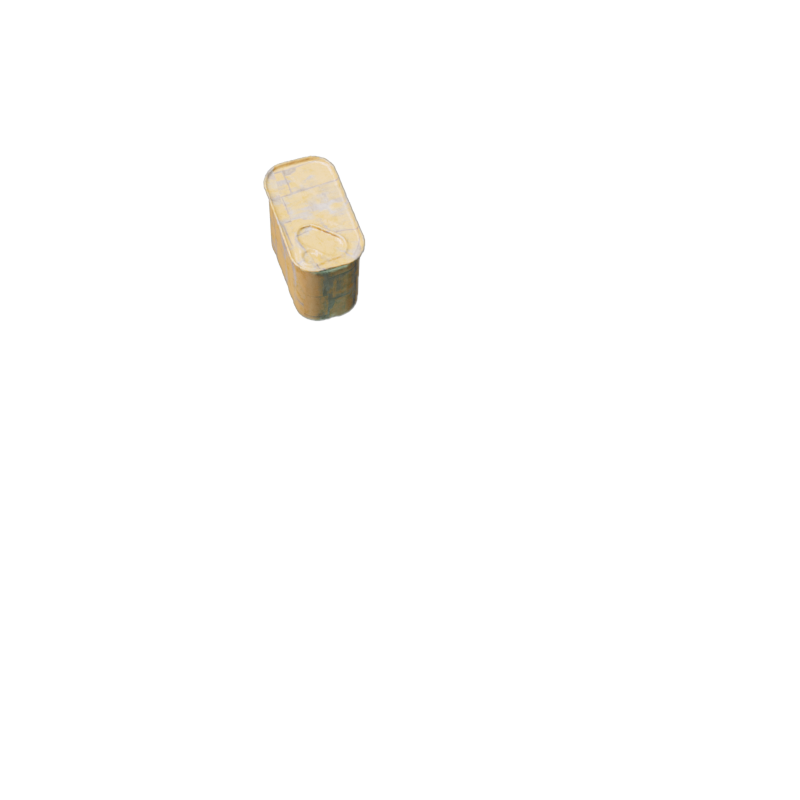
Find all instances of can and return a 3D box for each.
[{"bbox_3d":[-0.067,-0.123,0.859,0.057,0.109,0.079,-16,-28,-11],"label":"can"}]
